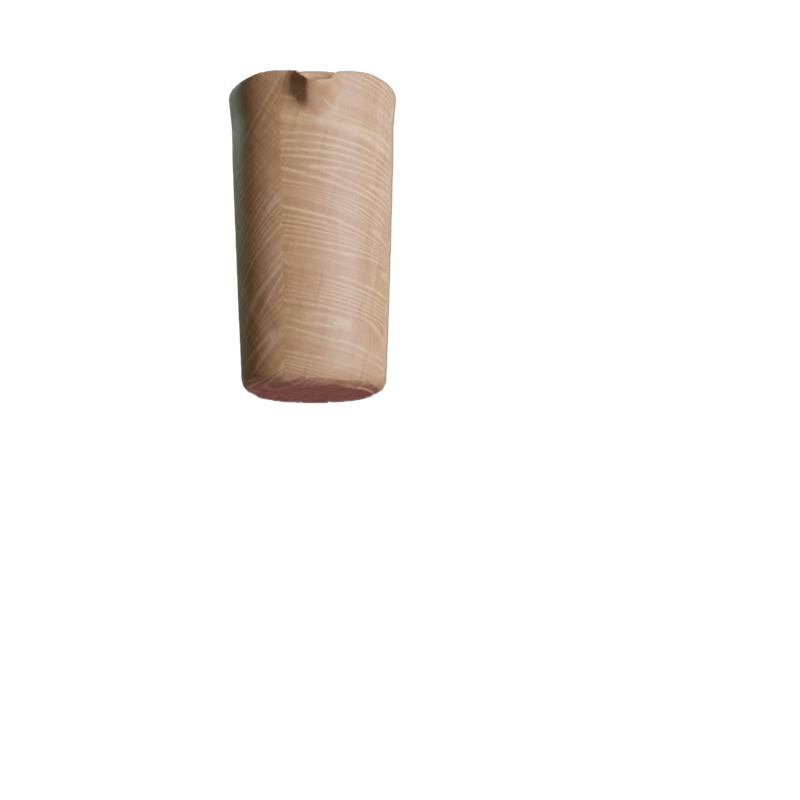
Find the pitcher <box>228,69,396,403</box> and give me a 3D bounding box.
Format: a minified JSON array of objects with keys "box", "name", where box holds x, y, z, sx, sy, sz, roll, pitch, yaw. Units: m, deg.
[{"box":[-0.068,-0.123,0.864,0.148,0.252,0.141,-11,-17,37],"name":"pitcher"}]
